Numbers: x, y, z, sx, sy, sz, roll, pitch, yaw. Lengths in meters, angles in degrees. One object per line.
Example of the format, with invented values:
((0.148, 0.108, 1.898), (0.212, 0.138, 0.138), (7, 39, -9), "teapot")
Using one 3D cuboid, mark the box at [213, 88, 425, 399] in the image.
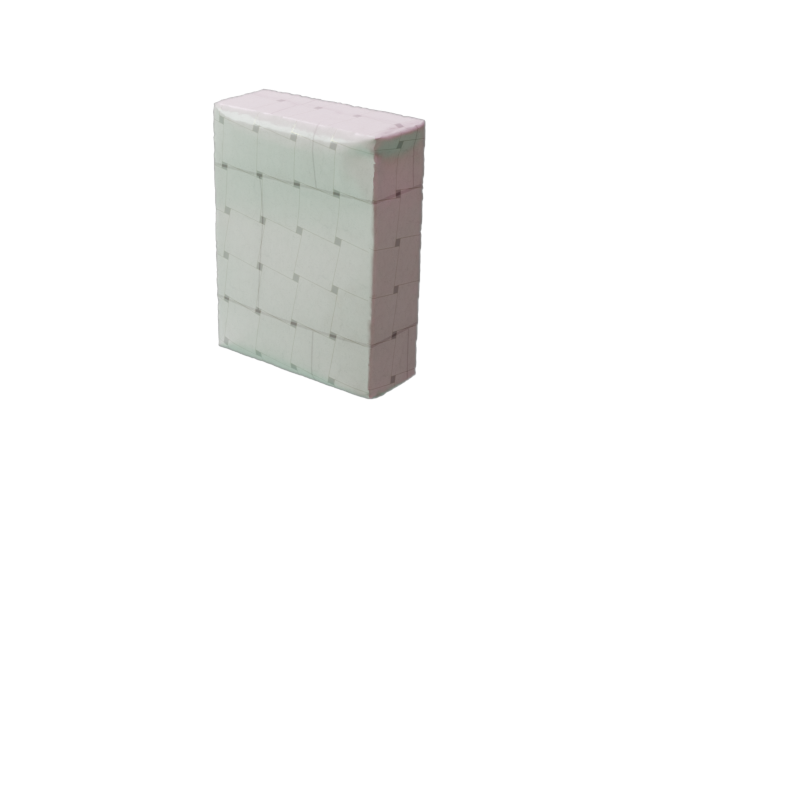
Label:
((-0.069, -0.125, 0.877), (0.173, 0.204, 0.071), (19, 28, 34), "box")
